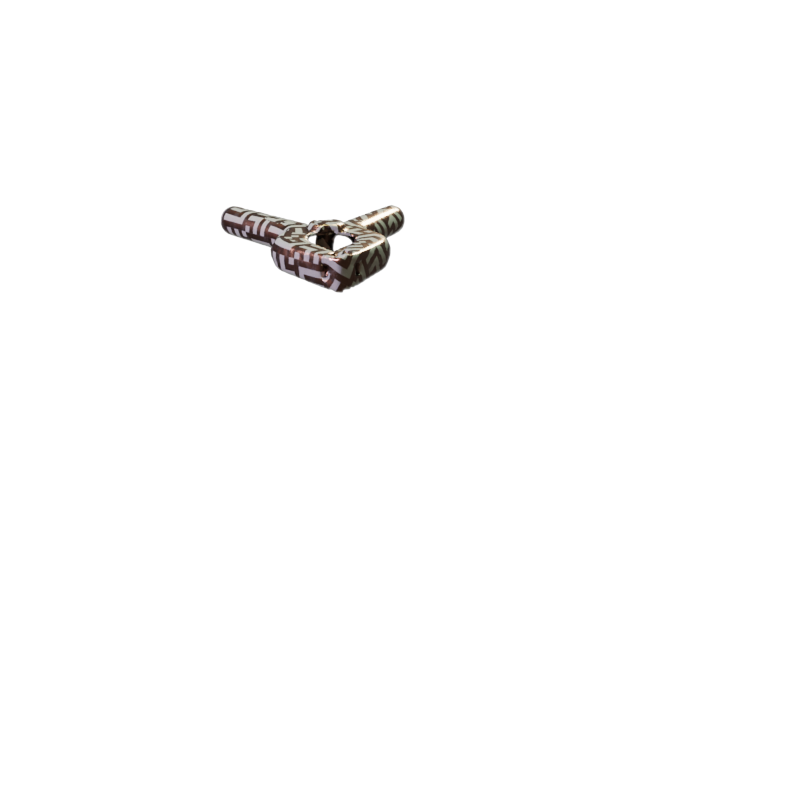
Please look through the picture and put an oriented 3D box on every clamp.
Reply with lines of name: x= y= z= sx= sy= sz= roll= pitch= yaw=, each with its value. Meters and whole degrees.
clamp: x=-0.072 y=-0.131 z=0.915 sx=0.164 sy=0.035 sz=0.219 roll=-1 pitch=21 yaw=-2
